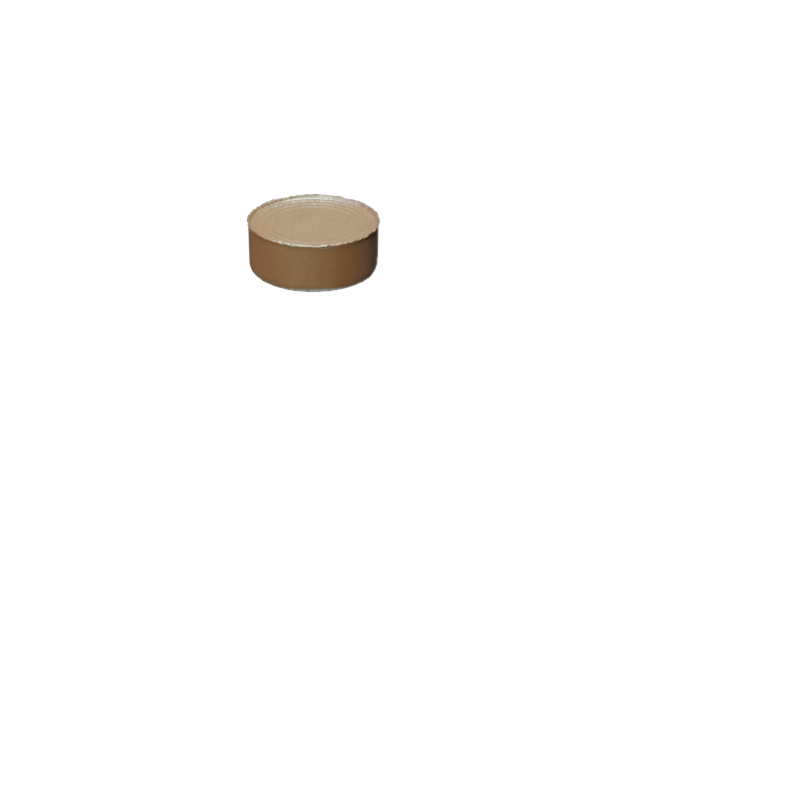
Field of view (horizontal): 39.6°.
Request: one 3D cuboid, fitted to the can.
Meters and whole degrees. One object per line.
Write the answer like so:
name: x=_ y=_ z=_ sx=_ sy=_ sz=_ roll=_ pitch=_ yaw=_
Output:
can: x=-0.056 y=-0.103 z=0.720 sx=0.086 sy=0.032 sz=0.091 roll=-1 pitch=30 yaw=-2
